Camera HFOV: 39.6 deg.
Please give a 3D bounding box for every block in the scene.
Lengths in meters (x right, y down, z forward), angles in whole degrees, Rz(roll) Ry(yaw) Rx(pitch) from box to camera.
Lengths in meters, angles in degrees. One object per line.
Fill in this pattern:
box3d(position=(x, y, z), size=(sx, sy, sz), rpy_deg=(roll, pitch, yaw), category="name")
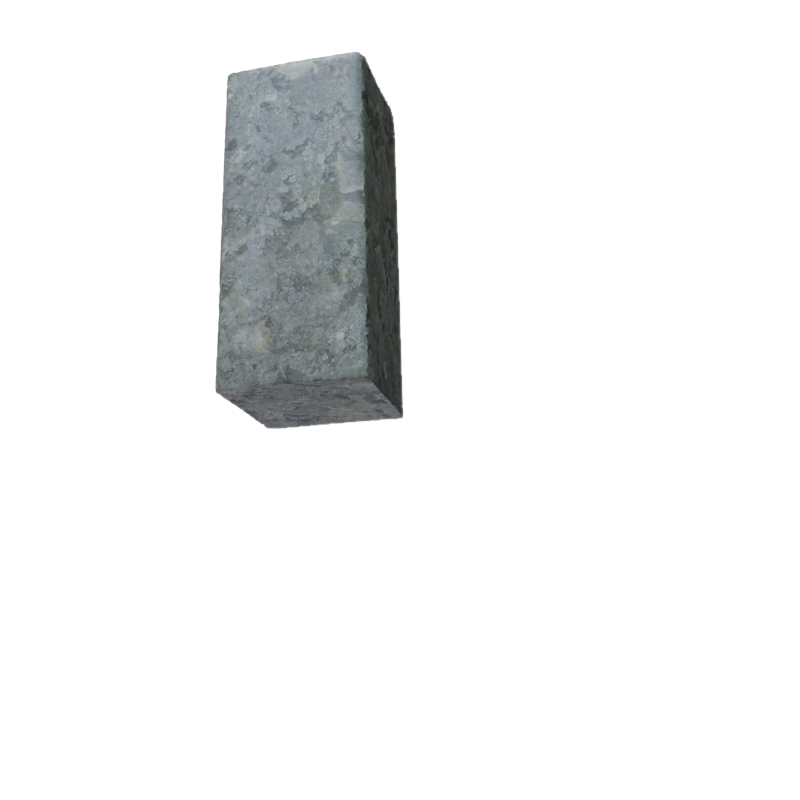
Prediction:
box3d(position=(-0.053, -0.097, 0.680), size=(0.091, 0.217, 0.085), rpy_deg=(-7, -23, 14), category="block")
